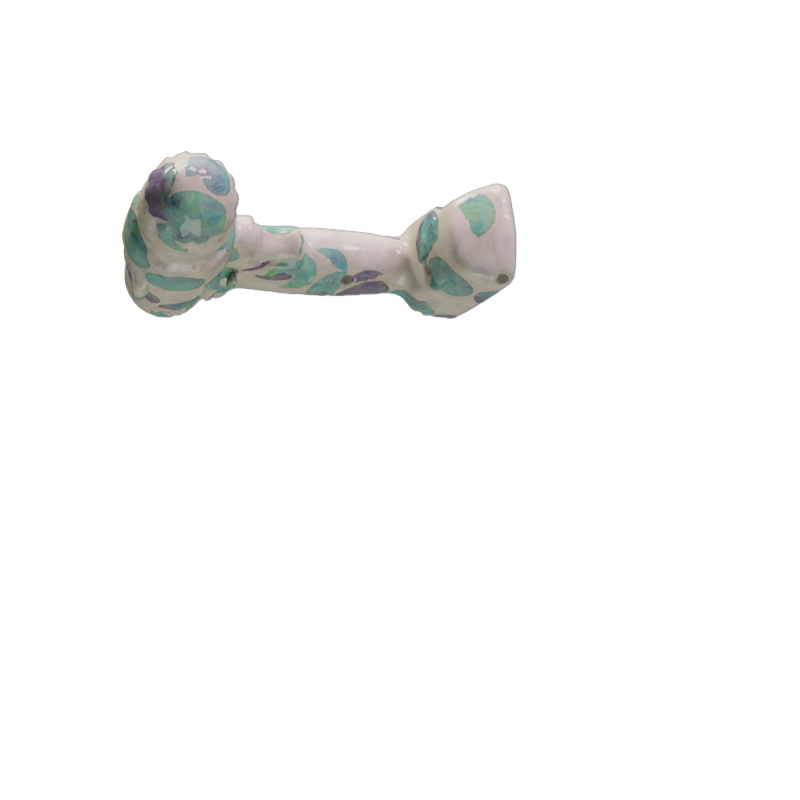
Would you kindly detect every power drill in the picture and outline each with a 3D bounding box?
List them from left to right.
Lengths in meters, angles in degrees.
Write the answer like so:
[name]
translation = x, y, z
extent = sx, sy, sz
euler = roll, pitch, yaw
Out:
[power drill]
translation = -0.043, -0.078, 0.549
extent = 0.184, 0.059, 0.184
euler = 1, -6, -14
